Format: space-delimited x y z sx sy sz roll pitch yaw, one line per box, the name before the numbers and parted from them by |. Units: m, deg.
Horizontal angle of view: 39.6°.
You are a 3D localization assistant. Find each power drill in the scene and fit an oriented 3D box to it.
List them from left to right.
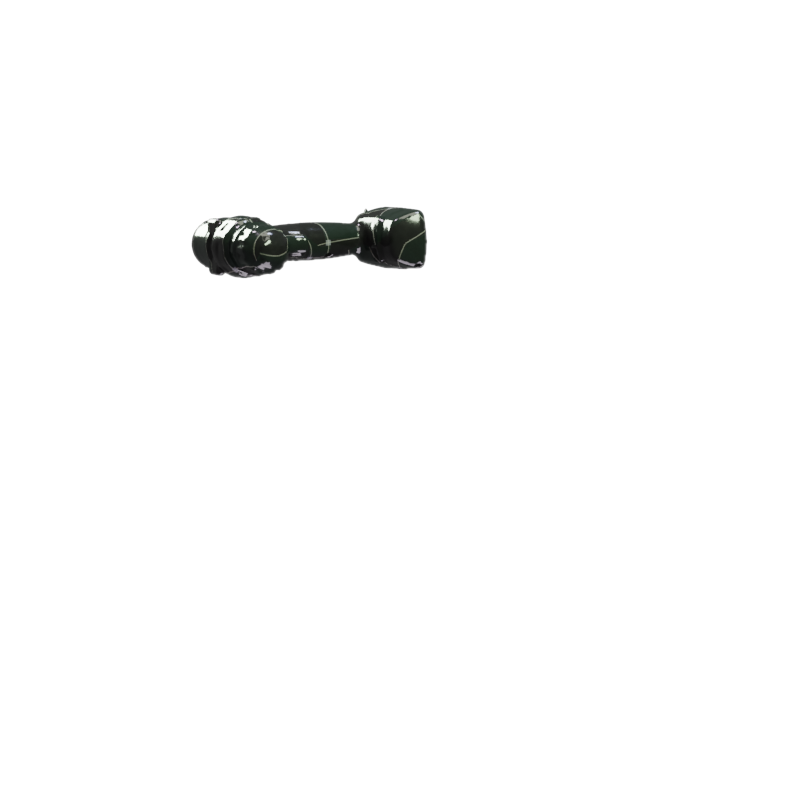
power drill | -0.076 -0.138 0.968 0.183 0.056 0.192 -4 12 -22
